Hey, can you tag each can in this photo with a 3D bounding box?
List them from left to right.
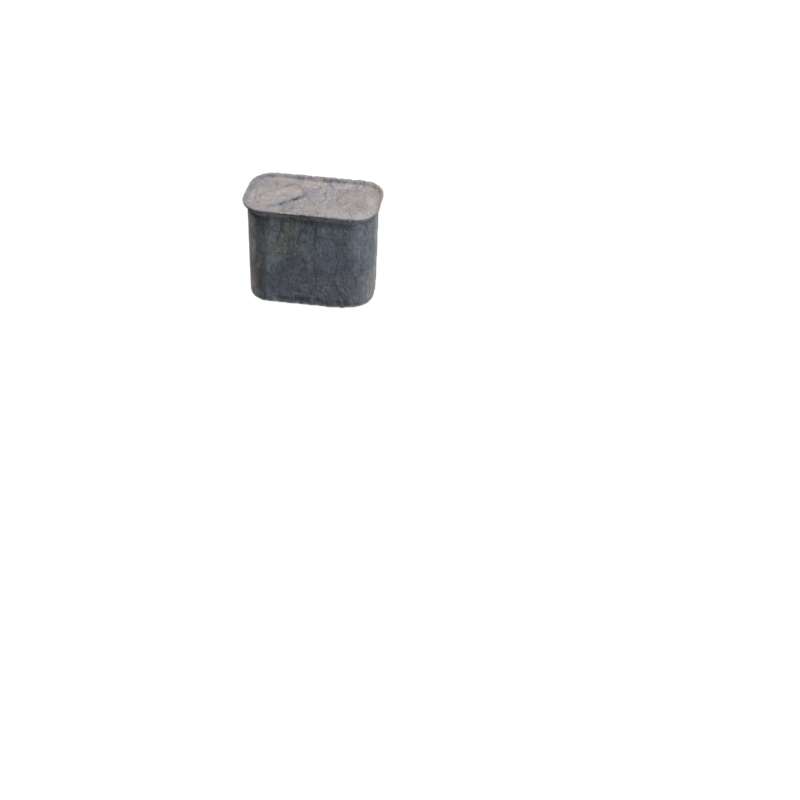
[{"bbox_3d":[-0.066,-0.120,0.841,0.103,0.078,0.061,7,37,7],"label":"can"}]
